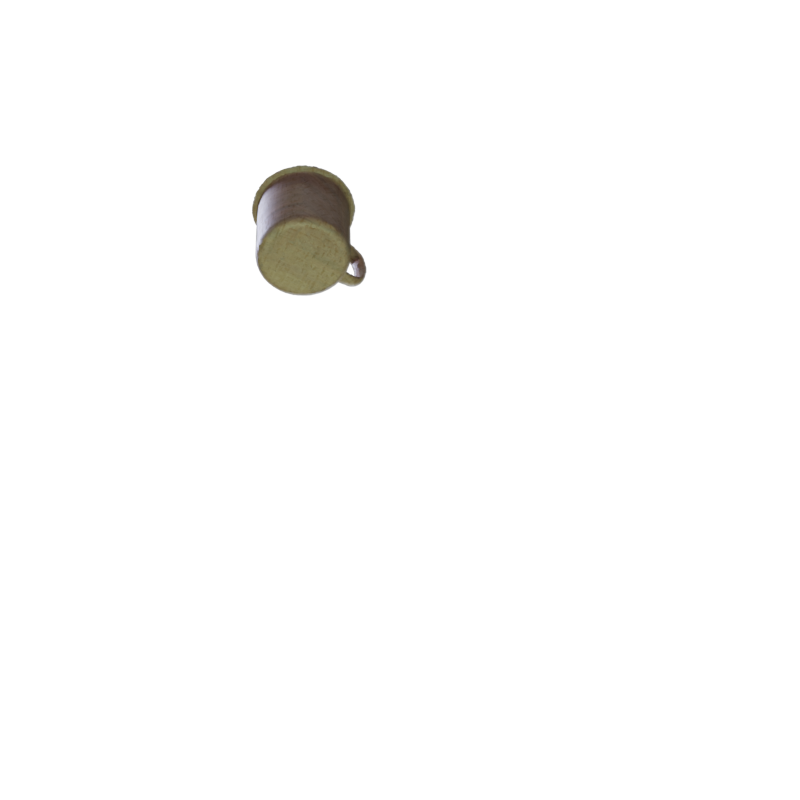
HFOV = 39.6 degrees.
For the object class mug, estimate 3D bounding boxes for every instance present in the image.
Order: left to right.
[{"bbox_3d":[-0.076,-0.139,0.976,0.111,0.087,0.092,37,-62,-26],"label":"mug"}]
